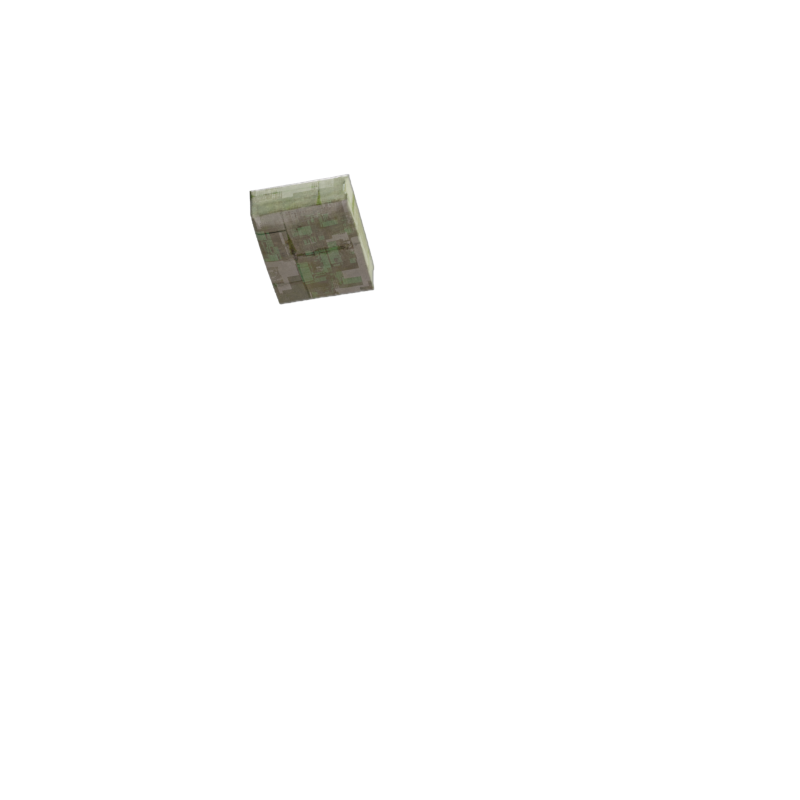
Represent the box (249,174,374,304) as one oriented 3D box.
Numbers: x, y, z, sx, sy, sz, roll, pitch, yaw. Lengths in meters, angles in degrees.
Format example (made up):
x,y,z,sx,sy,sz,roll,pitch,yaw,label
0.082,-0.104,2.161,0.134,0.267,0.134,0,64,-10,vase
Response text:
x,y,z,sx,sy,sz,roll,pitch,yaw,label
-0.076,-0.139,0.974,0.090,0.042,0.105,-8,-44,8,box
